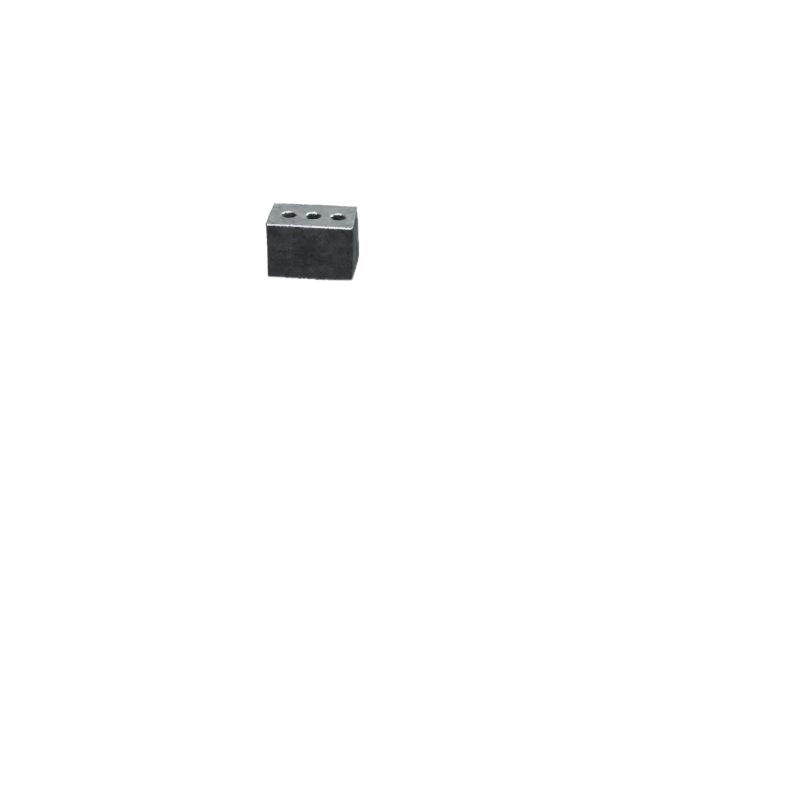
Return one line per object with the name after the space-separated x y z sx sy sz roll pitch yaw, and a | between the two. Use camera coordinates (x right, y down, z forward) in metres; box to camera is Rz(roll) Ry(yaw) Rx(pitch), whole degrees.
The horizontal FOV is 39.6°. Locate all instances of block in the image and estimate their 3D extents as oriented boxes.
-0.077 -0.140 0.981 0.078 0.049 0.055 3 27 4 | block
